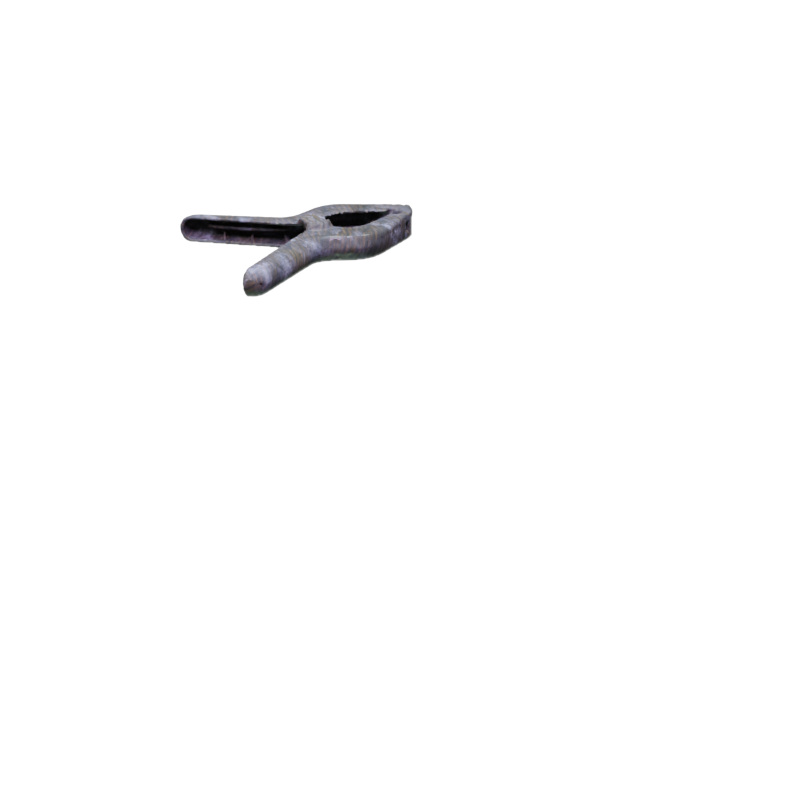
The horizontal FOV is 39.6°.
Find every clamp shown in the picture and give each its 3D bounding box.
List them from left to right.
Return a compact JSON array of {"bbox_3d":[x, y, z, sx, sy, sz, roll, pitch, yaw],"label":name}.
[{"bbox_3d":[-0.078,-0.142,0.997,0.206,0.034,0.176,-10,30,-18],"label":"clamp"}]
